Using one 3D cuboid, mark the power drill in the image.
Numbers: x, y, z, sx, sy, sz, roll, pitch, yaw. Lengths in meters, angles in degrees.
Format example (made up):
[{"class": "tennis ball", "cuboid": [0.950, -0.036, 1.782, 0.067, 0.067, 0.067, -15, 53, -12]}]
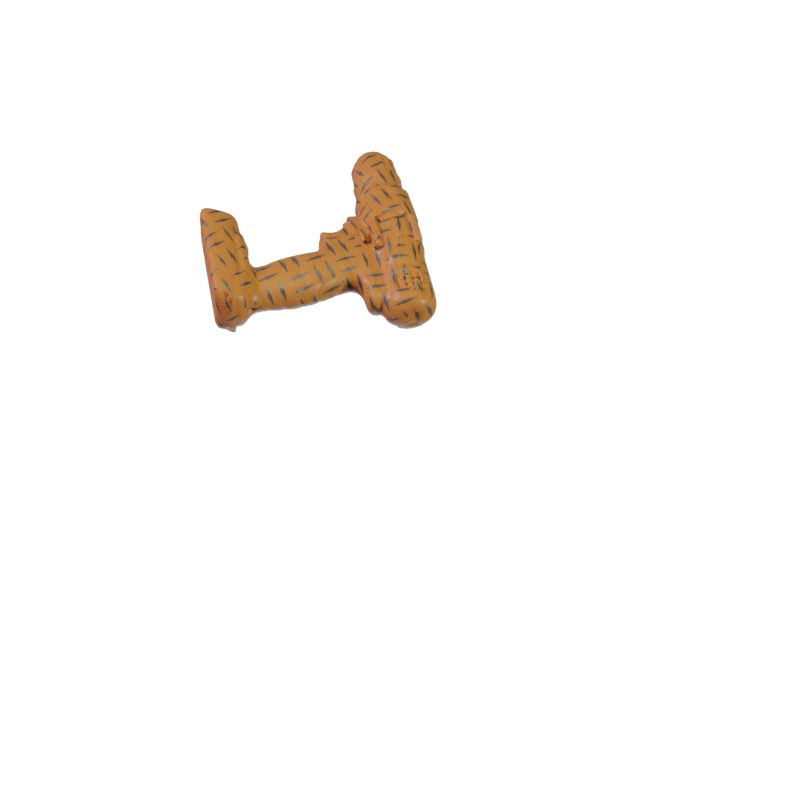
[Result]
[{"class": "power drill", "cuboid": [-0.074, -0.135, 0.948, 0.186, 0.199, 0.053, -9, -37, -7]}]
